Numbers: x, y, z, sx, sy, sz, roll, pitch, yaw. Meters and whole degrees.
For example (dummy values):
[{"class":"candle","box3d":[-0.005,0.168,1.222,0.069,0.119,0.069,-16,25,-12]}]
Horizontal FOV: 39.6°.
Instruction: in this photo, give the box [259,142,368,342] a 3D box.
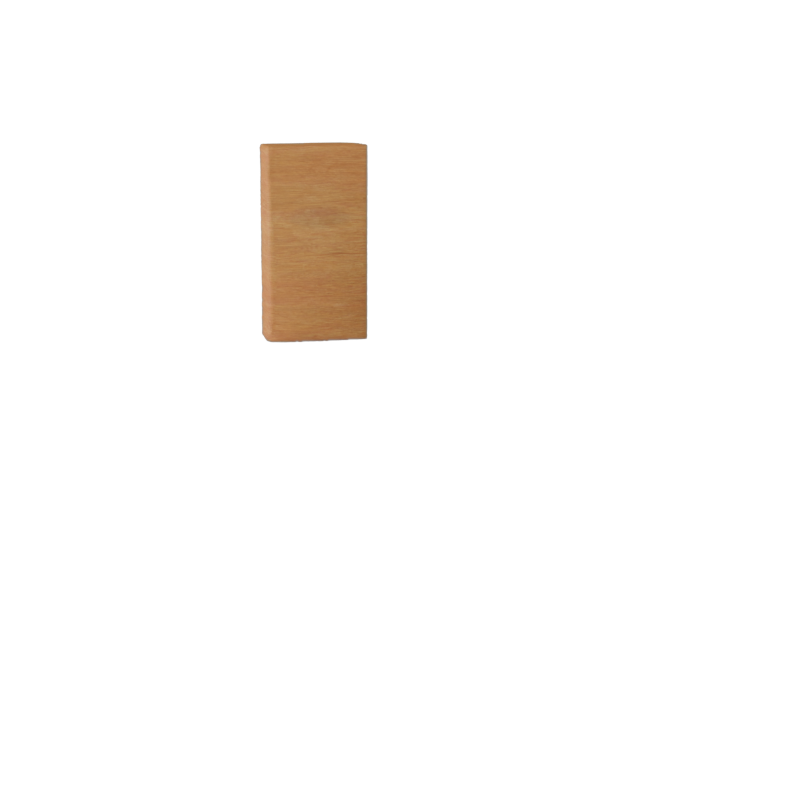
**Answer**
[{"class":"box","box3d":[-0.078,-0.142,0.993,0.092,0.173,0.050,-2,8,-14]}]
